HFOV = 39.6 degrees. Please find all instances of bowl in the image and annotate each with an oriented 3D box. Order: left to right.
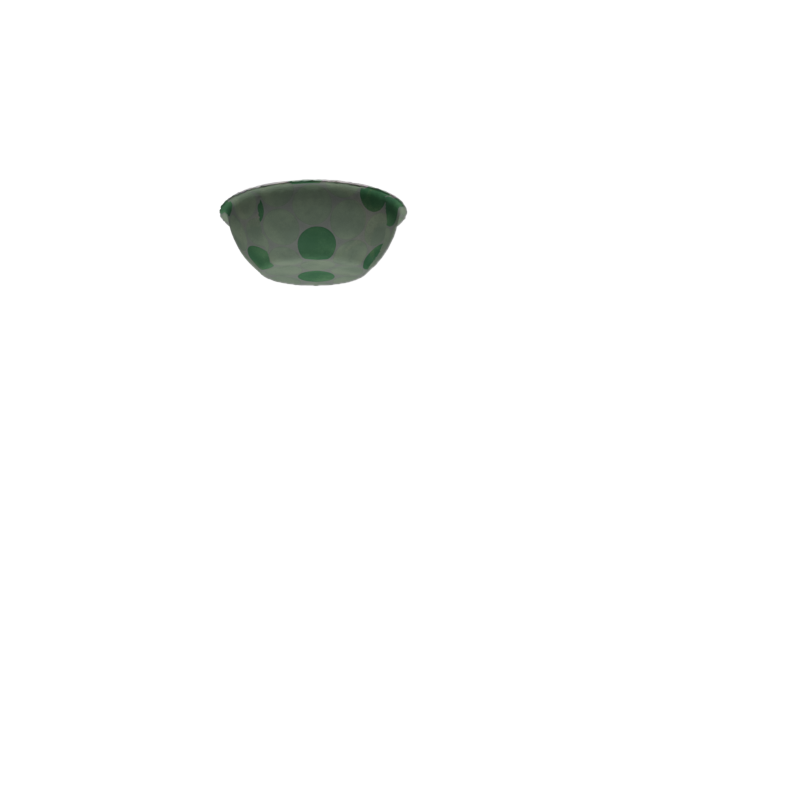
[{"bbox_3d":[-0.074,-0.135,0.948,0.162,0.057,0.157,0,-10,-2],"label":"bowl"}]
